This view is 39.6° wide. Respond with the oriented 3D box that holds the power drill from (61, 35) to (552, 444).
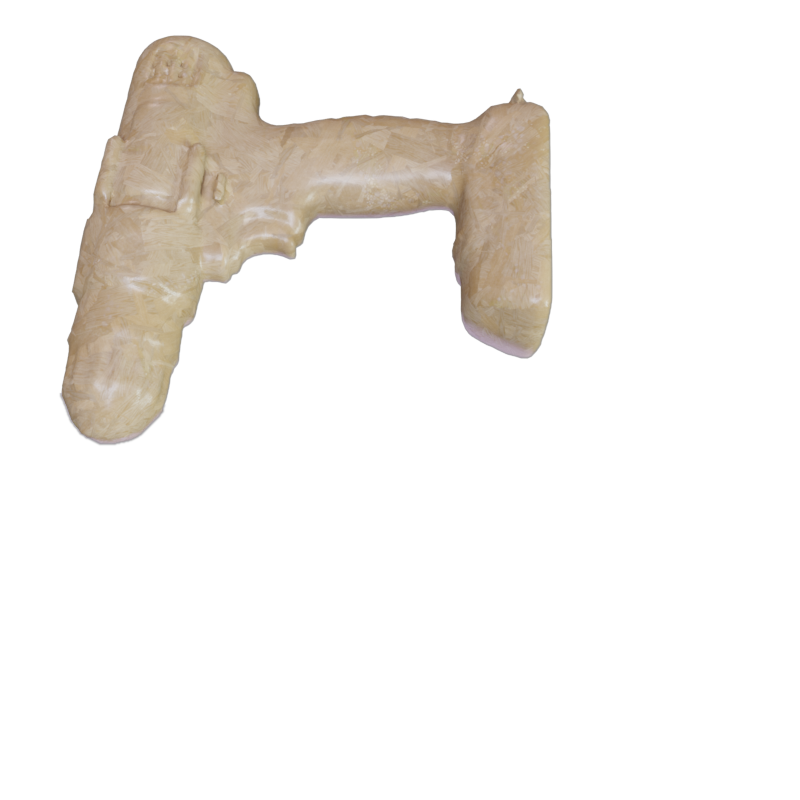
[{"bbox_3d":[-0.035,-0.064,0.451,0.188,0.195,0.054,5,-26,2],"label":"power drill"}]
